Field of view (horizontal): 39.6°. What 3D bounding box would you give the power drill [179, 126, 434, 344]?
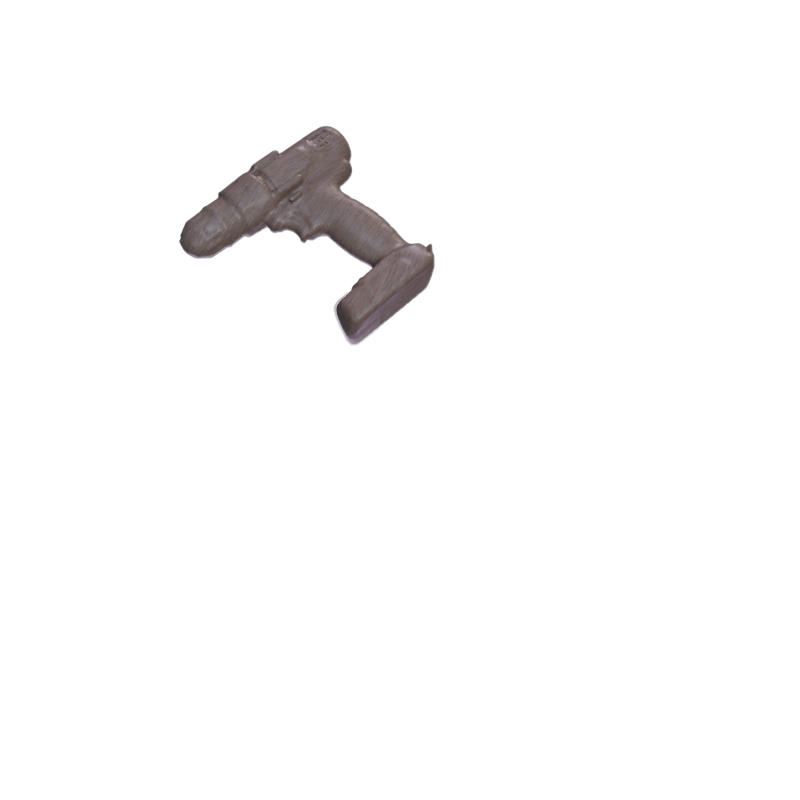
[{"bbox_3d":[-0.077,-0.141,0.985,0.186,0.197,0.054,-38,-20,-17],"label":"power drill"}]
